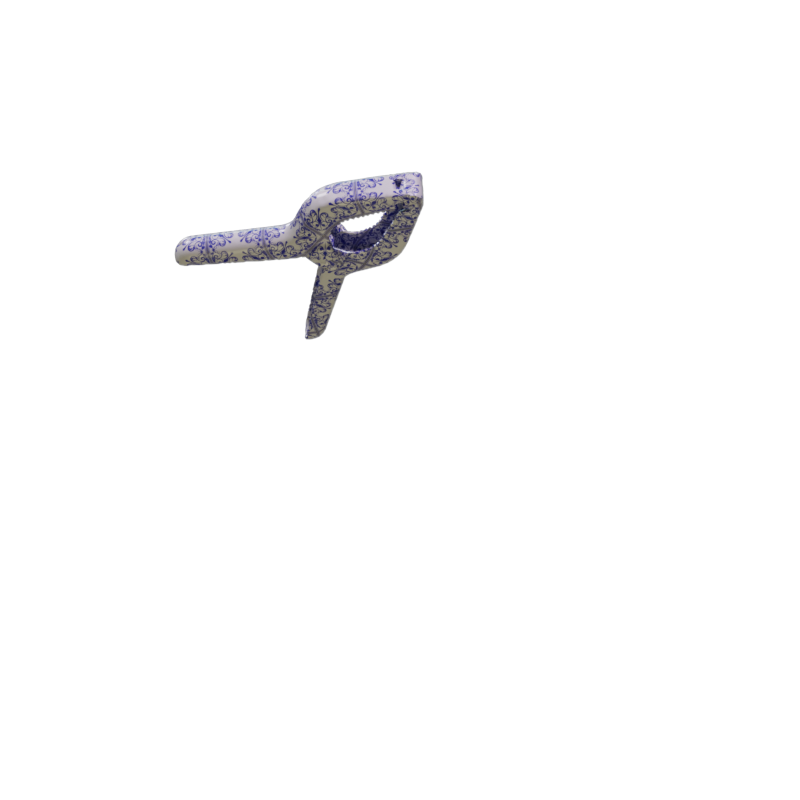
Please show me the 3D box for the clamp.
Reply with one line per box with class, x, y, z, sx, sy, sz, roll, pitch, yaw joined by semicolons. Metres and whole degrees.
clamp;-0.071;-0.129;0.904;0.155;0.039;0.208;26;-42;-33
